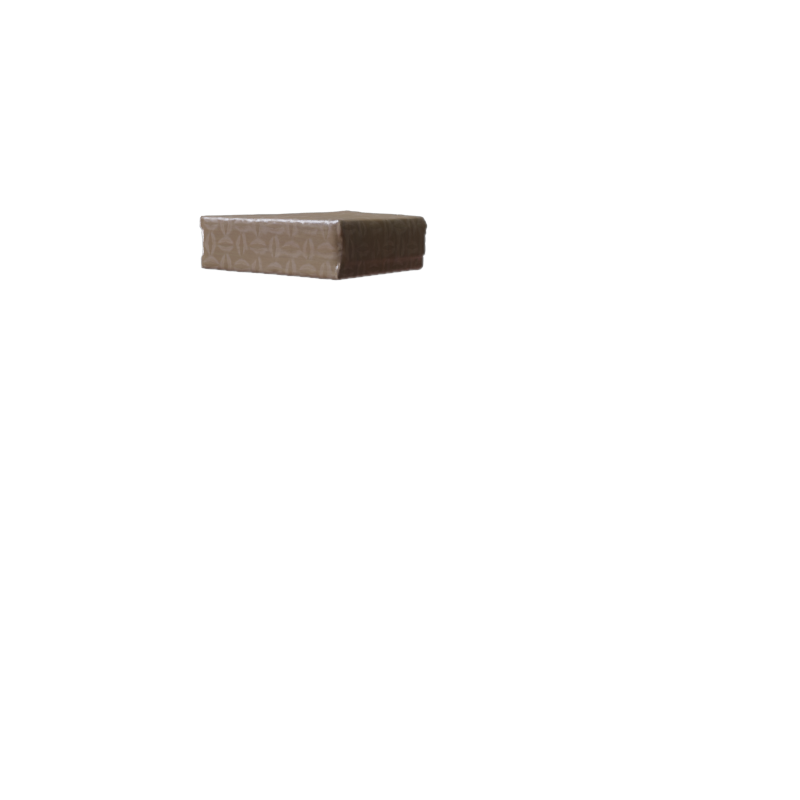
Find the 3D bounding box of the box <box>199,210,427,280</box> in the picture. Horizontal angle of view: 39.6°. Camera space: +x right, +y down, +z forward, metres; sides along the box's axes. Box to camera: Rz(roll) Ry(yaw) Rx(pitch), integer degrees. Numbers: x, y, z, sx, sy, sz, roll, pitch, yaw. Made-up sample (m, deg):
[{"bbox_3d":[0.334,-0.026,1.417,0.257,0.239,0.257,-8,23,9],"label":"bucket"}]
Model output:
[{"bbox_3d":[-0.043,-0.079,0.551,0.093,0.030,0.071,7,12,36],"label":"box"}]
